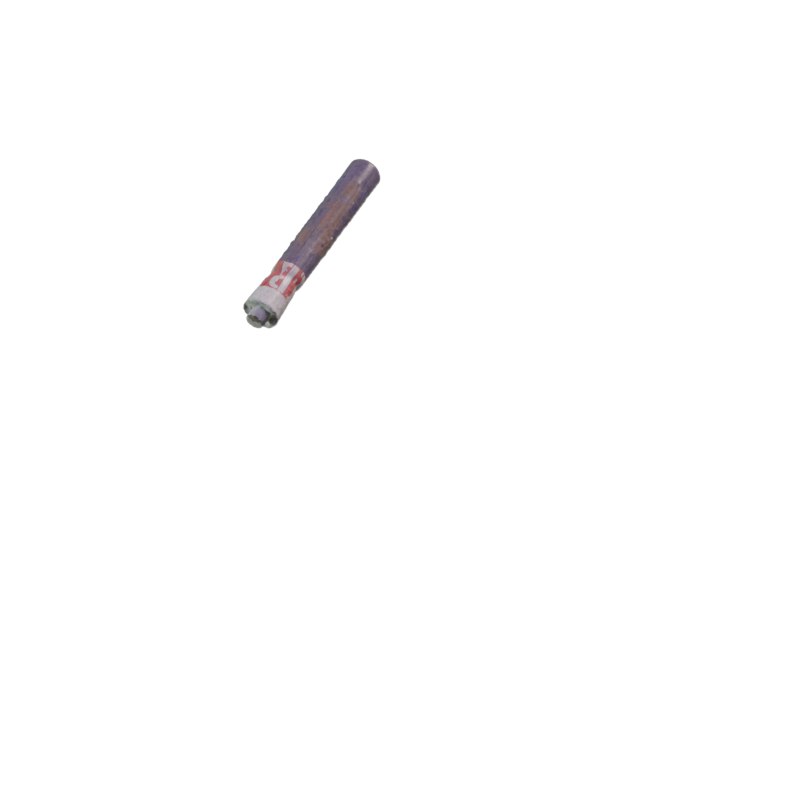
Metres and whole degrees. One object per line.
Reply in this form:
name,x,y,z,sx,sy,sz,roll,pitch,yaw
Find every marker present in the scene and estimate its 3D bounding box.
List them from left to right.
marker,-0.044,-0.080,0.563,0.020,0.018,0.125,1,44,33
